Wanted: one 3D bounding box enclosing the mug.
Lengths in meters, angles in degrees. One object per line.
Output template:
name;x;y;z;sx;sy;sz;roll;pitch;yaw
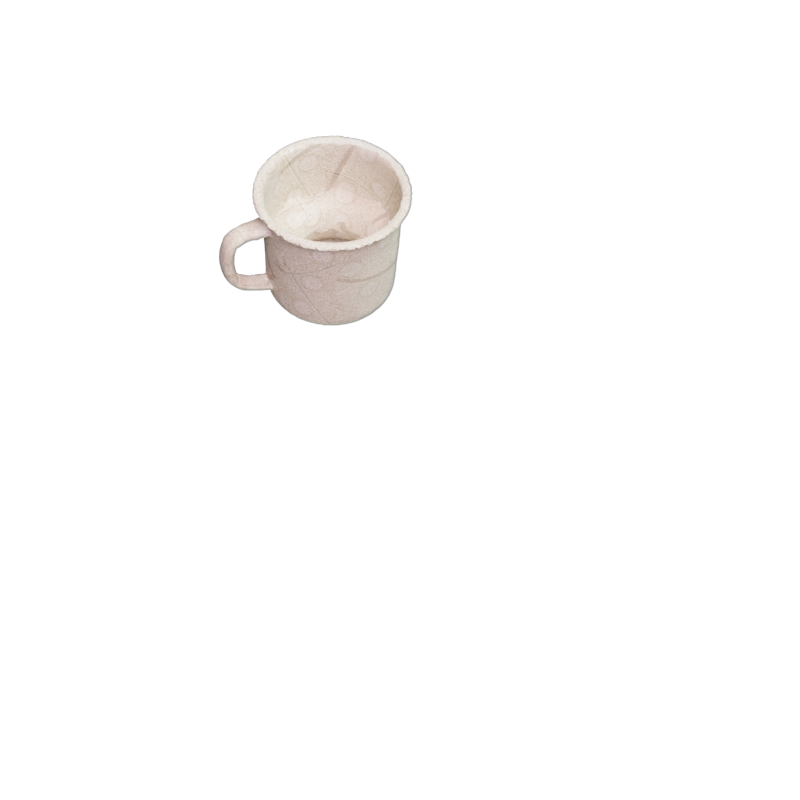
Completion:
mug;-0.052;-0.096;0.669;0.116;0.101;0.076;-20;-35;-16
